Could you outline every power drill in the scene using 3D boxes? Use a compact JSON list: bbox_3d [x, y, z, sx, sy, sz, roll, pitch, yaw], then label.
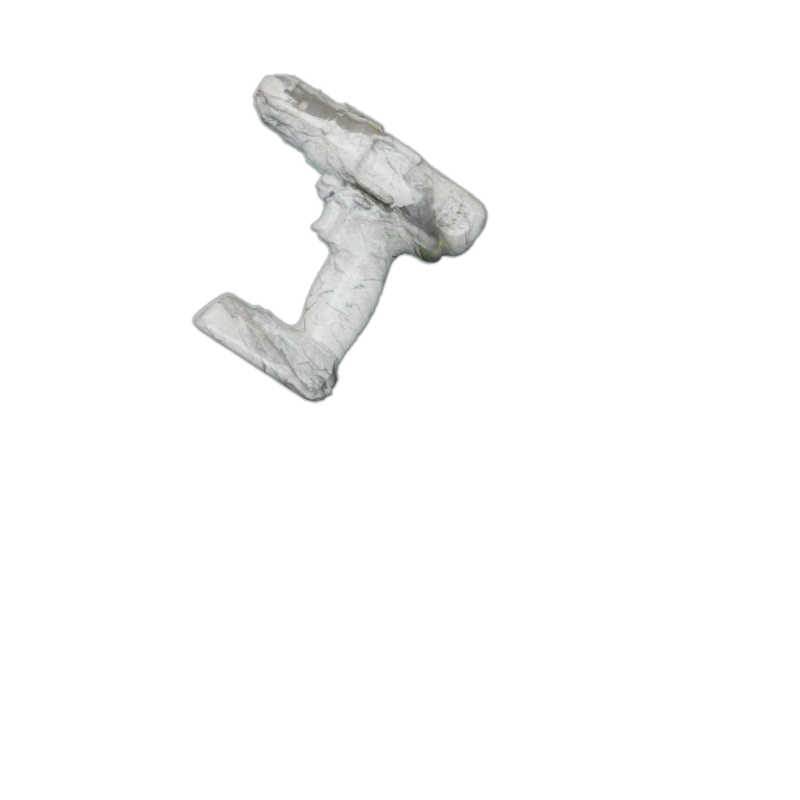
[{"bbox_3d":[-0.060,-0.109,0.763,0.185,0.188,0.057,34,-3,2],"label":"power drill"}]
